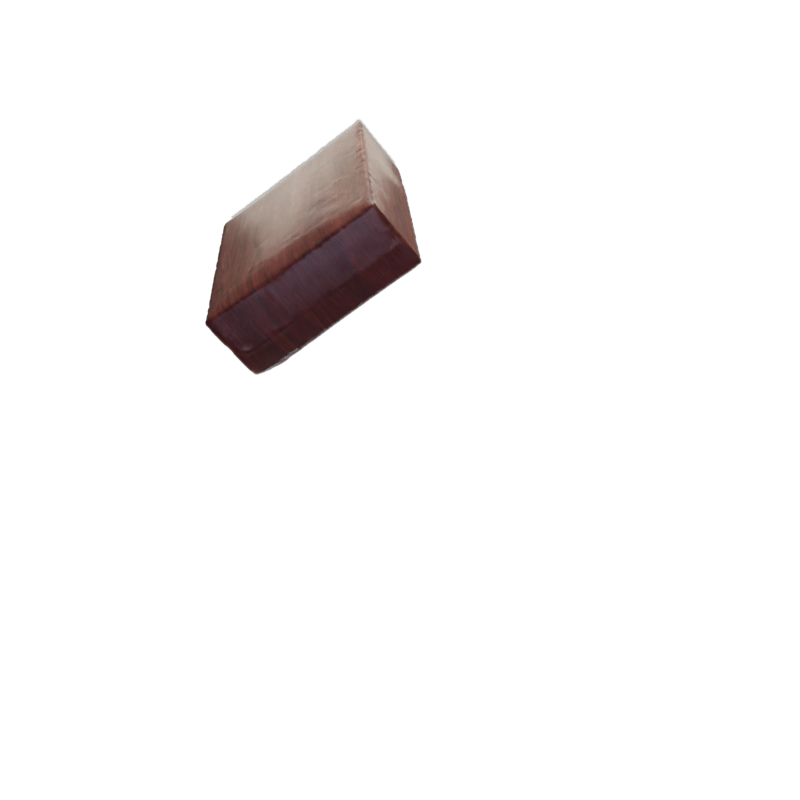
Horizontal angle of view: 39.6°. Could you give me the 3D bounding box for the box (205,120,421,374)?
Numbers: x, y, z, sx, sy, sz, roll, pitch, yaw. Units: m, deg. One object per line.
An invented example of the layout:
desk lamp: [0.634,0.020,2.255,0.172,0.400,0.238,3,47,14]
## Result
box: [-0.073,-0.133,0.933,0.163,0.068,0.226,-34,25,14]
